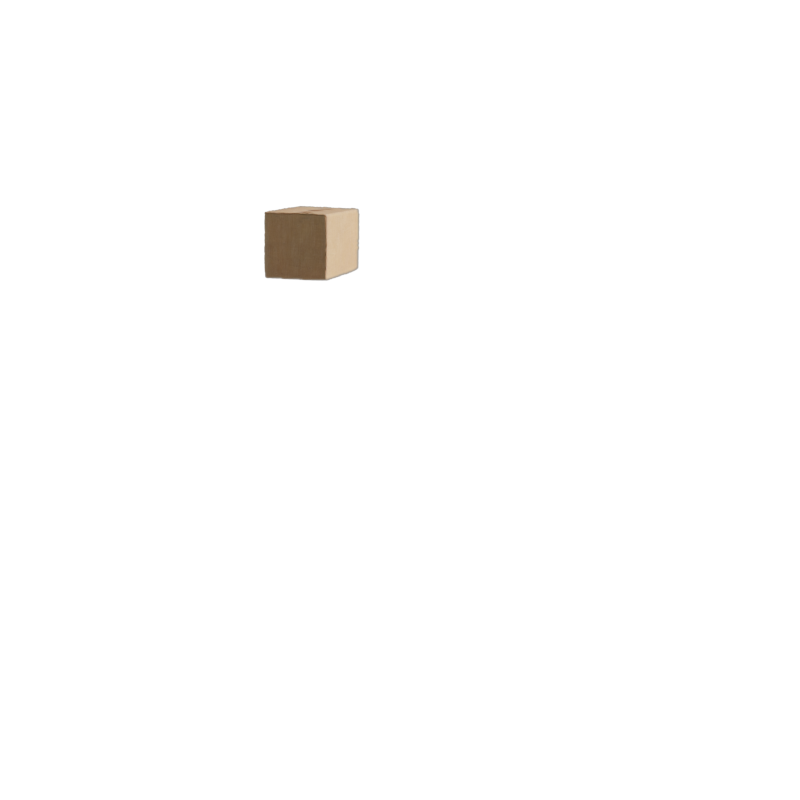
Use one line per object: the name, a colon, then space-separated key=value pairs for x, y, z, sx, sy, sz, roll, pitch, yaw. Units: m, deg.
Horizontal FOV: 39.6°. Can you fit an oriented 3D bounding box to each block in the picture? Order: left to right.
block: x=-0.068 y=-0.124 z=0.869 sx=0.054 sy=0.050 sz=0.078 roll=3 pitch=11 yaw=17
